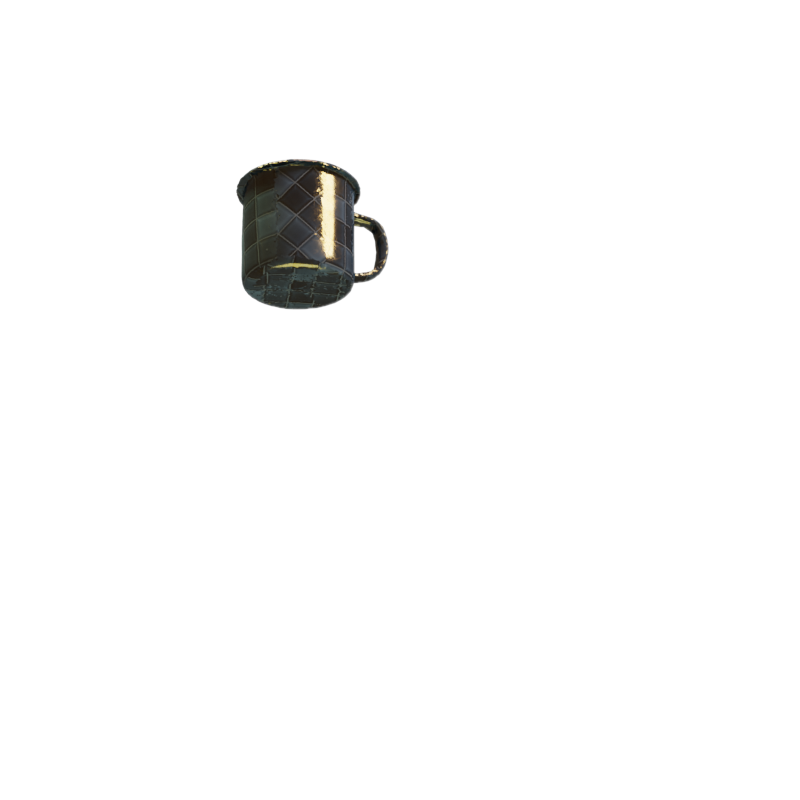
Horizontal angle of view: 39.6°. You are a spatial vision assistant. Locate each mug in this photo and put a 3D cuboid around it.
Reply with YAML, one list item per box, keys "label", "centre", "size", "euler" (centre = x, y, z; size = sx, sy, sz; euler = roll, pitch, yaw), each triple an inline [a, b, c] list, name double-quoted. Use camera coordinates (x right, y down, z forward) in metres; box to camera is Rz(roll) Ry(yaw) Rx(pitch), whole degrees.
- label: "mug"
  centre: [-0.064, -0.116, 0.815]
  size: [0.113, 0.086, 0.091]
  euler: [9, -25, -22]
